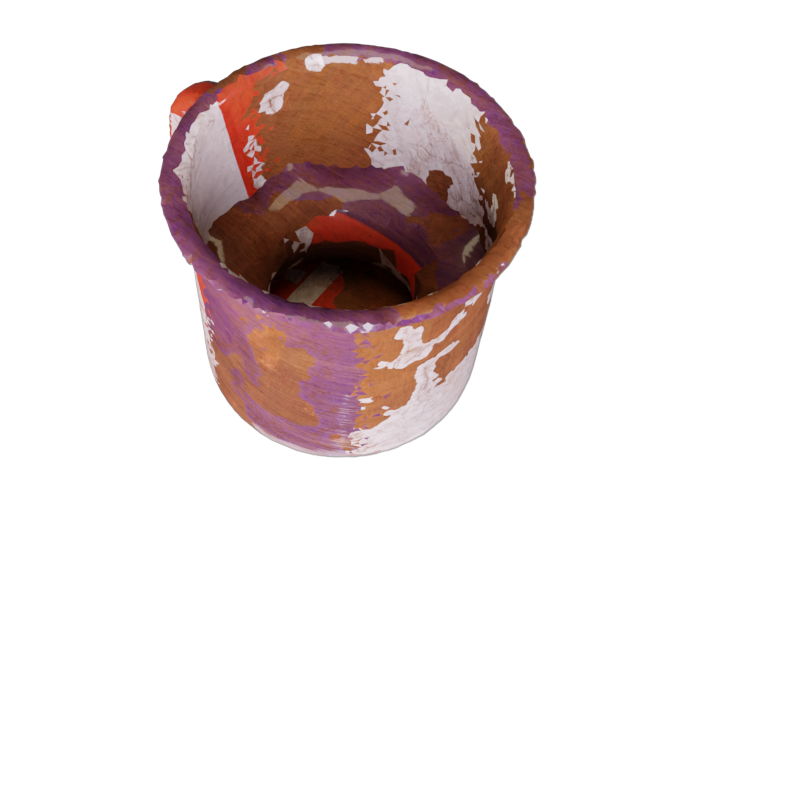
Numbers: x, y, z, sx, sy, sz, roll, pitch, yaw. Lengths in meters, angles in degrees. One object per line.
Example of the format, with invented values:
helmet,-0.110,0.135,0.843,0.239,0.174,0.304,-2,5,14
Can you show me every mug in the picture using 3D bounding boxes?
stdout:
mug,-0.024,-0.044,0.311,0.124,0.094,0.076,39,-27,22
